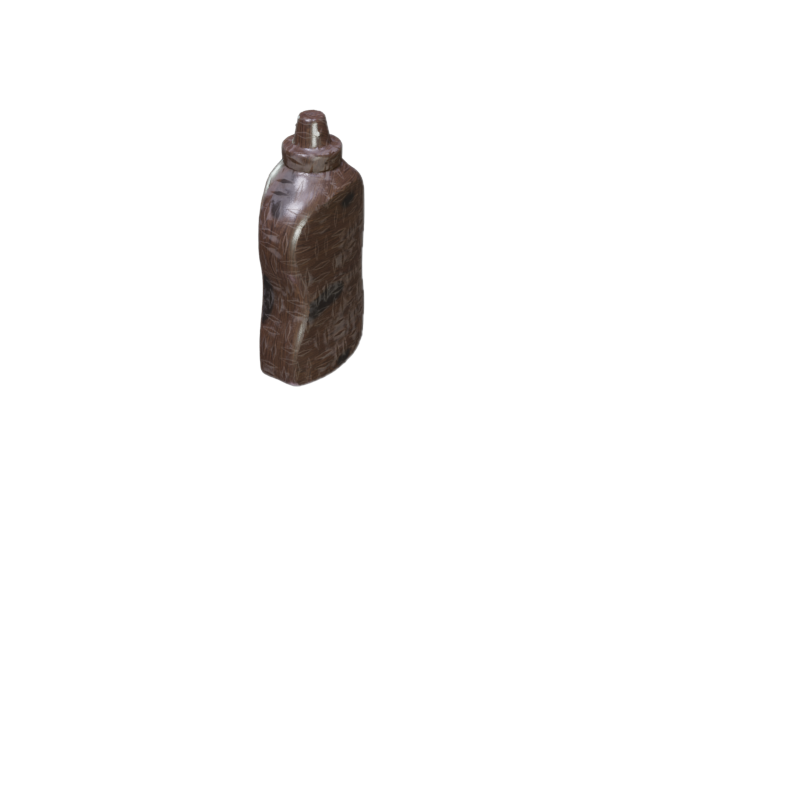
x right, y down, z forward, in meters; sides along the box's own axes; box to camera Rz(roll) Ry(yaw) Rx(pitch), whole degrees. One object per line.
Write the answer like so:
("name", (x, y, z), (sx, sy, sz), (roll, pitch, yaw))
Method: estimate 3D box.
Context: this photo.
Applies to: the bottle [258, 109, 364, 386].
("bottle", (-0.061, -0.111, 0.774), (0.061, 0.180, 0.097), (21, 37, 26))
